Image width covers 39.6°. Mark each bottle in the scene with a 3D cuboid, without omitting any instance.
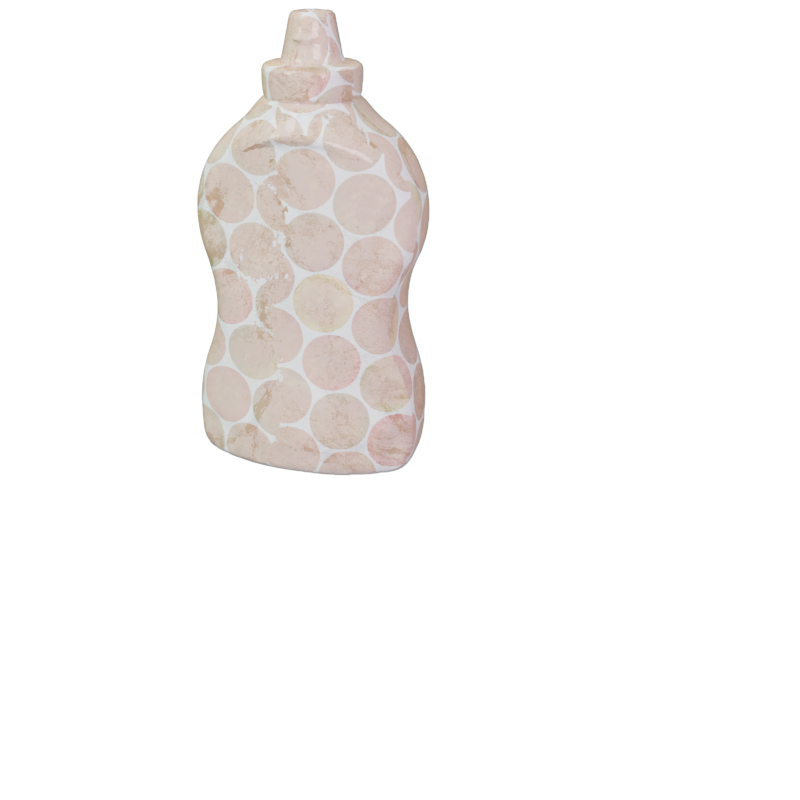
[{"bbox_3d":[-0.037,-0.066,0.466,0.098,0.184,0.059,7,20,15],"label":"bottle"}]
